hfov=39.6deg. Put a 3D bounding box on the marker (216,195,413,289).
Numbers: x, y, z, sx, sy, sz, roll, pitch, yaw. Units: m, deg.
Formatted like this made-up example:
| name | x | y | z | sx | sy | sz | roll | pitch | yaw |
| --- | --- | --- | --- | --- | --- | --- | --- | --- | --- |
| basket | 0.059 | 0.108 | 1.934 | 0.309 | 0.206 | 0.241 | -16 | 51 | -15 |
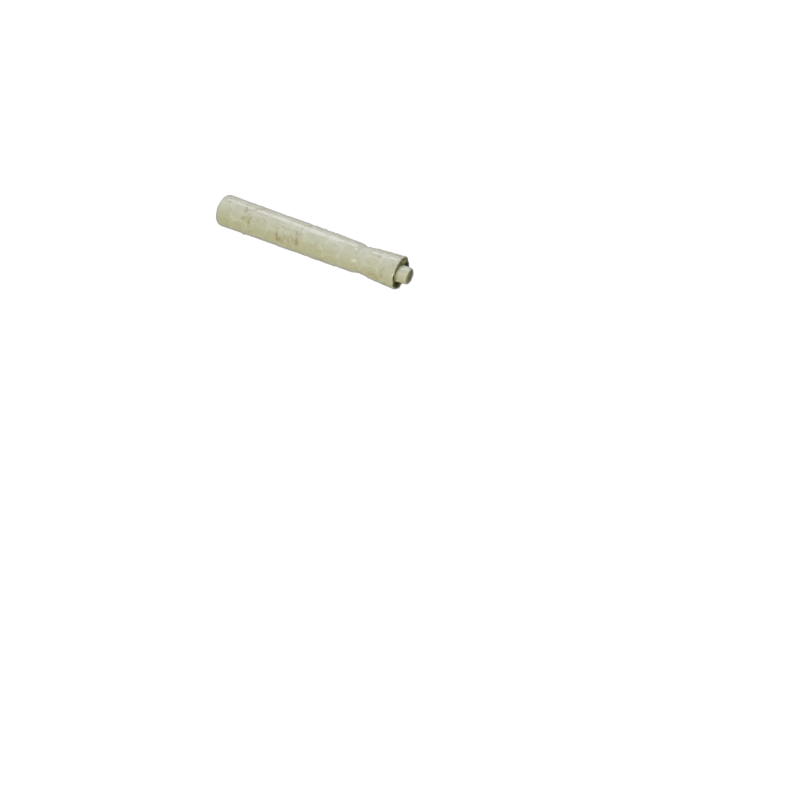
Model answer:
| name | x | y | z | sx | sy | sz | roll | pitch | yaw |
| --- | --- | --- | --- | --- | --- | --- | --- | --- | --- |
| marker | -0.048 | -0.087 | 0.612 | 0.127 | 0.019 | 0.019 | 23 | 13 | 25 |
